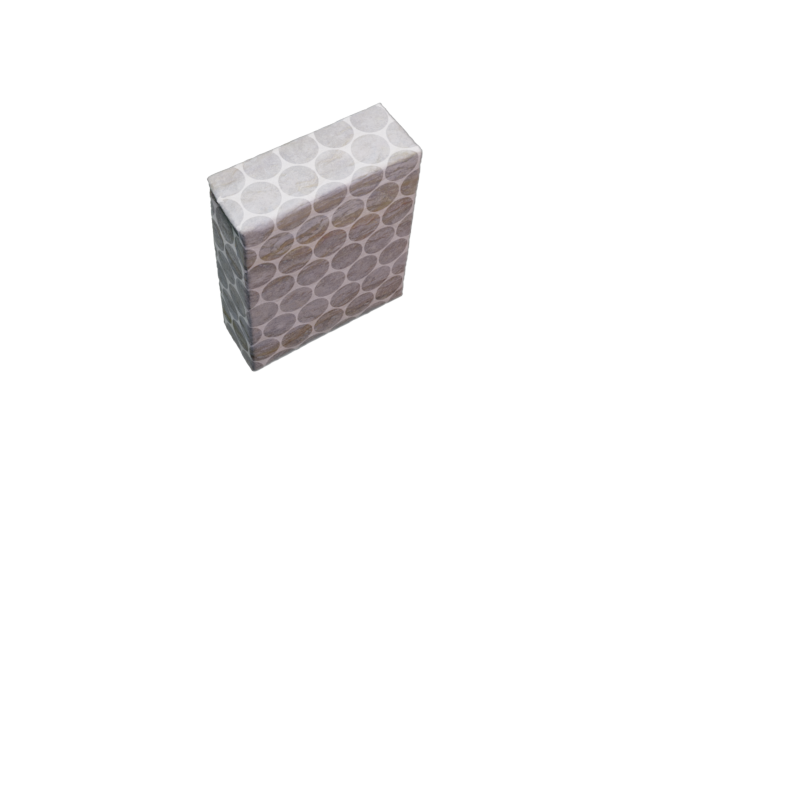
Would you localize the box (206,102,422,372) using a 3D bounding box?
[{"bbox_3d":[-0.074,-0.135,0.946,0.164,0.077,0.200,-28,-25,-18],"label":"box"}]
